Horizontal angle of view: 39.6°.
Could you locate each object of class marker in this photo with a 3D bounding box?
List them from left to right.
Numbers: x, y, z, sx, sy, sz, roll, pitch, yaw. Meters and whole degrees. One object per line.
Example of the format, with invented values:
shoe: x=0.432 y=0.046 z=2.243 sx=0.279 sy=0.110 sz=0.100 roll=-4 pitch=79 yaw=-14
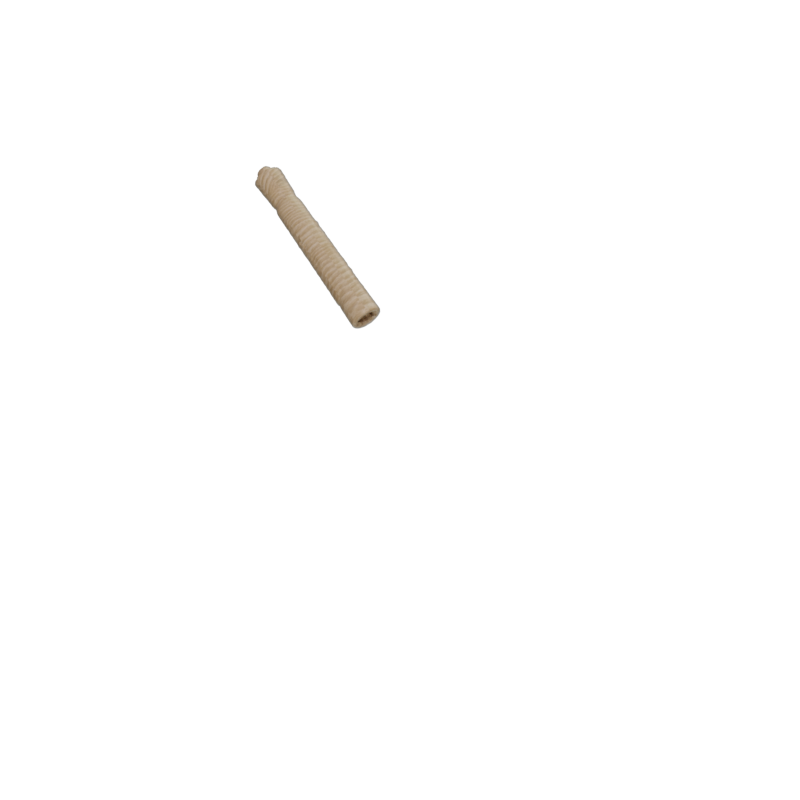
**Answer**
marker: x=-0.052 y=-0.095 z=0.664 sx=0.020 sy=0.129 sz=0.019 roll=-27 pitch=-26 yaw=-15
